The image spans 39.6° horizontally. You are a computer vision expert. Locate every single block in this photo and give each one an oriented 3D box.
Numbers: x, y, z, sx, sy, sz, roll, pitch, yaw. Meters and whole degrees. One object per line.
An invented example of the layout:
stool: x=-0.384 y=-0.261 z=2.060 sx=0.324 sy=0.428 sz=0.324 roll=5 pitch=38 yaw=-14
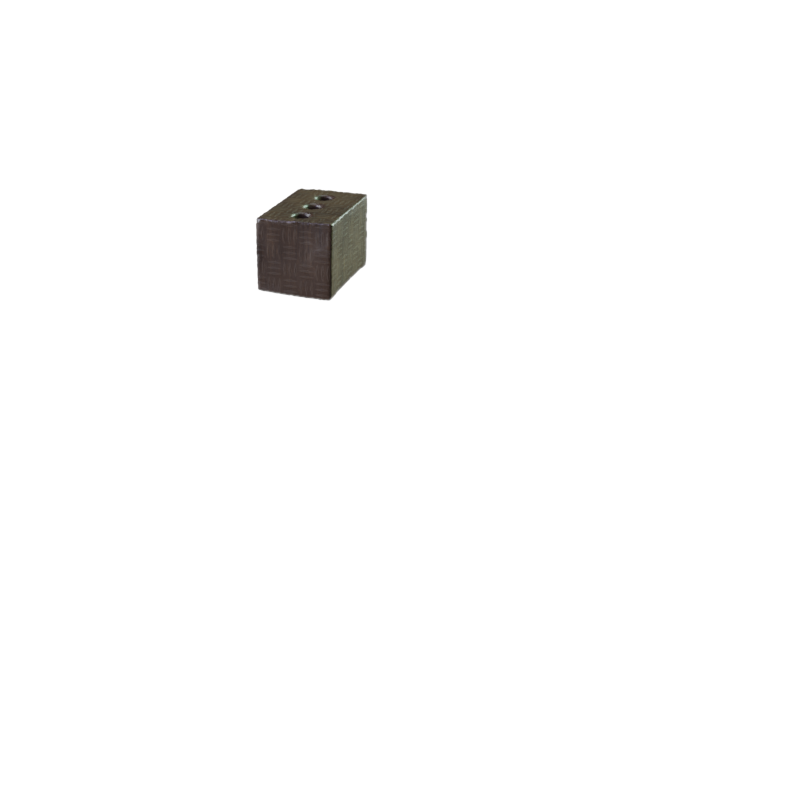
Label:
block: x=-0.058 y=-0.106 z=0.740 sx=0.054 sy=0.049 sz=0.080 roll=7 pitch=24 yaw=15
